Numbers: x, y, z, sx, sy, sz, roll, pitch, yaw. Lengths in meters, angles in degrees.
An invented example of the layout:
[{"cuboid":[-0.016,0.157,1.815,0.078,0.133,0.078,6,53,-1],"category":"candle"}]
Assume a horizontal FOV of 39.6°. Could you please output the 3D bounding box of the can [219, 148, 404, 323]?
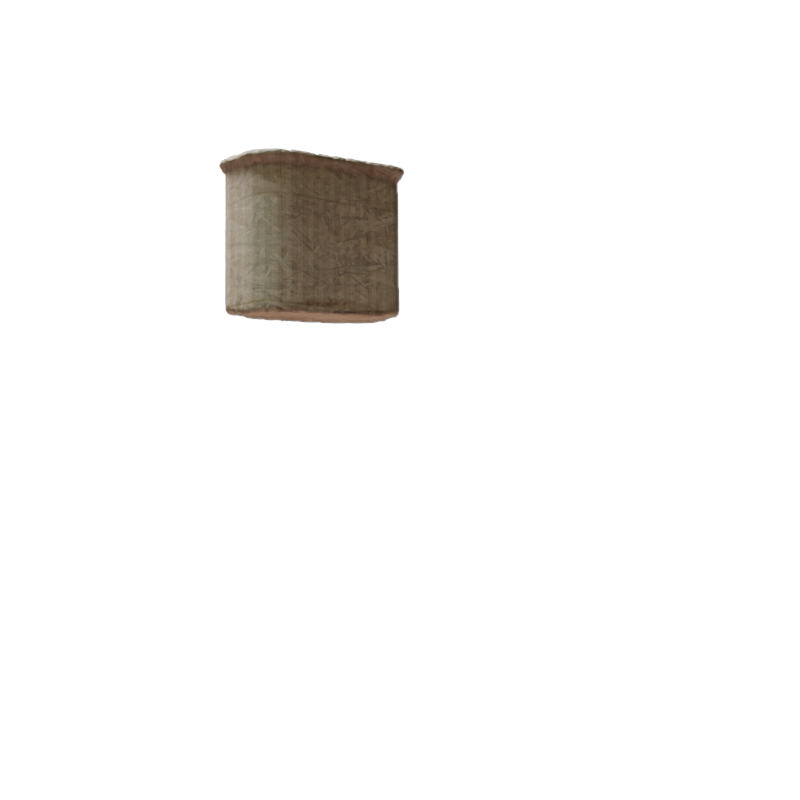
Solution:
[{"cuboid":[-0.047,-0.086,0.601,0.098,0.085,0.059,3,-6,-38],"category":"can"}]
